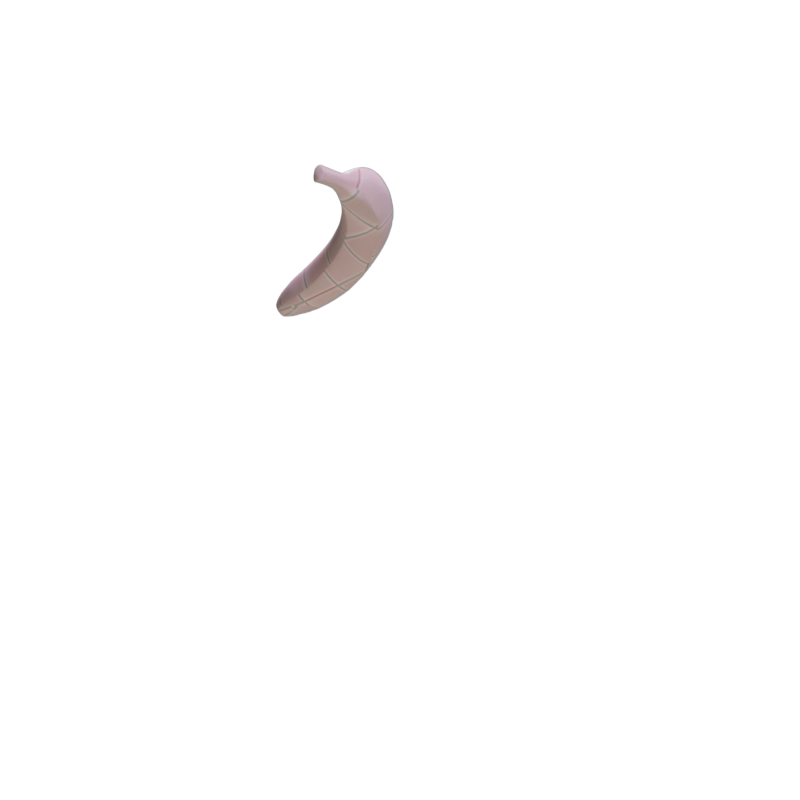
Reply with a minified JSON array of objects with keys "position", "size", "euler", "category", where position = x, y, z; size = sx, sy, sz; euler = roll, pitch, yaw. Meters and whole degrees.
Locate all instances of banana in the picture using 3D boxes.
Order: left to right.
[{"position":[-0.045,-0.118,0.822],"size":[0.068,0.039,0.188],"euler":[6,-29,-12],"category":"banana"}]
